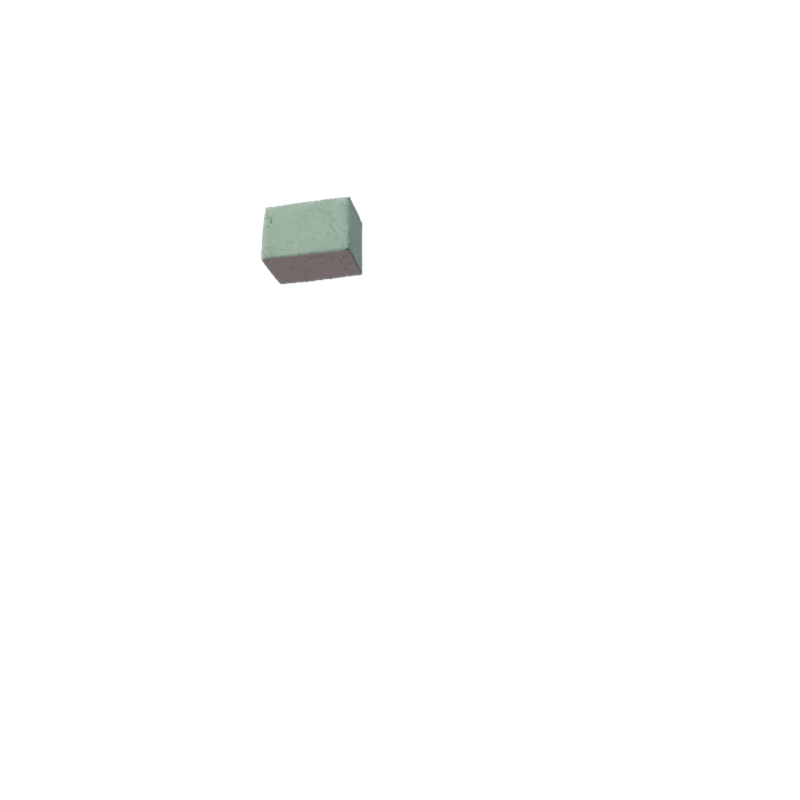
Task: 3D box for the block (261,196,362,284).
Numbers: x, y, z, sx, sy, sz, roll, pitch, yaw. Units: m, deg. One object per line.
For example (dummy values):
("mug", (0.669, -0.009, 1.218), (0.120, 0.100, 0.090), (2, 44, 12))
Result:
("block", (-0.075, -0.137, 0.956), (0.079, 0.054, 0.049), (-6, -24, 12))
